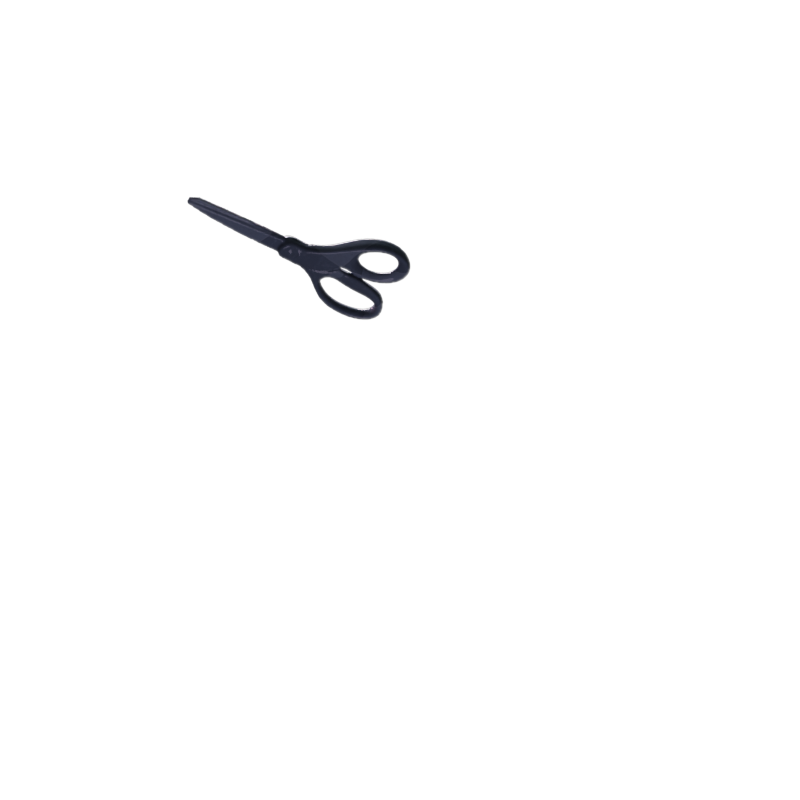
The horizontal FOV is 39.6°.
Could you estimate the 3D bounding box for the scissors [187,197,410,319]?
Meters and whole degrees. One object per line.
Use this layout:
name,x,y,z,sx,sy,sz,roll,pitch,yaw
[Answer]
scissors,-0.072,-0.132,0.921,0.096,0.017,0.188,-30,-51,28
